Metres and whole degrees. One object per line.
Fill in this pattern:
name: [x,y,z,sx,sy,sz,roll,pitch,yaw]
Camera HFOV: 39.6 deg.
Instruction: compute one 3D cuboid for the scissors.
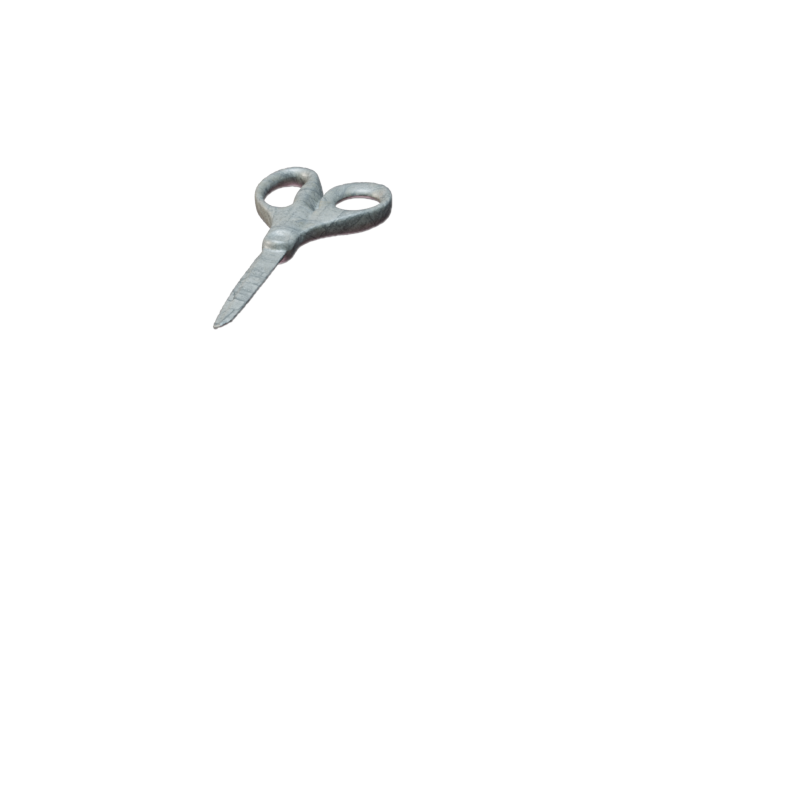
scissors: [-0.051,-0.092,0.647,0.096,0.015,0.214,-1,32,-1]
